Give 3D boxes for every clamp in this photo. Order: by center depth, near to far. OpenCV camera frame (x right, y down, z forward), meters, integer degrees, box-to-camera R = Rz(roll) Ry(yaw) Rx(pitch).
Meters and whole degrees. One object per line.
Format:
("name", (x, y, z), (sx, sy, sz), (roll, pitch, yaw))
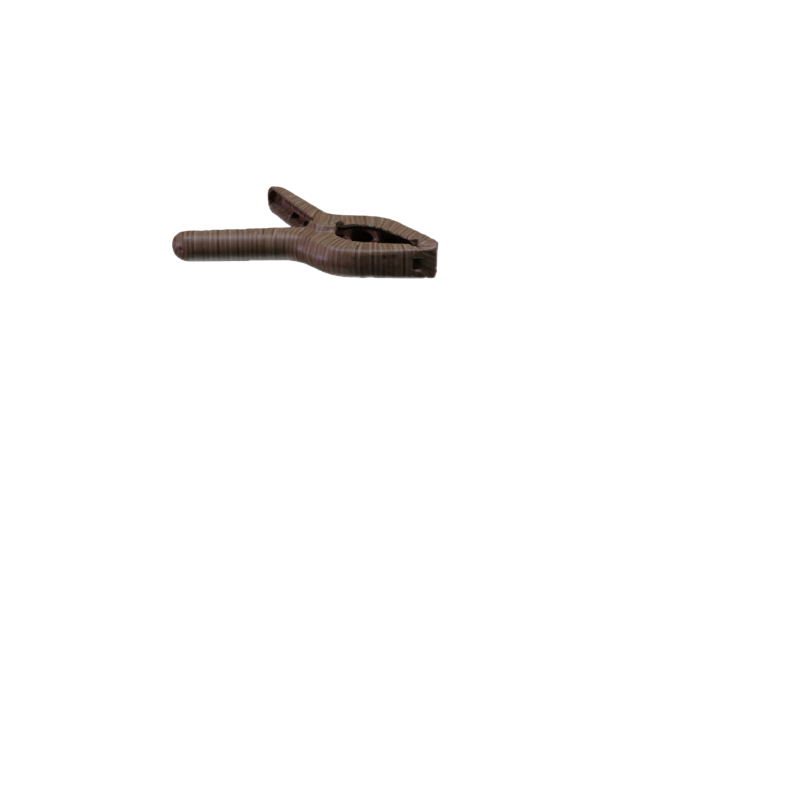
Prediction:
("clamp", (-0.072, -0.131, 0.920), (0.221, 0.034, 0.165), (17, 32, 30))
